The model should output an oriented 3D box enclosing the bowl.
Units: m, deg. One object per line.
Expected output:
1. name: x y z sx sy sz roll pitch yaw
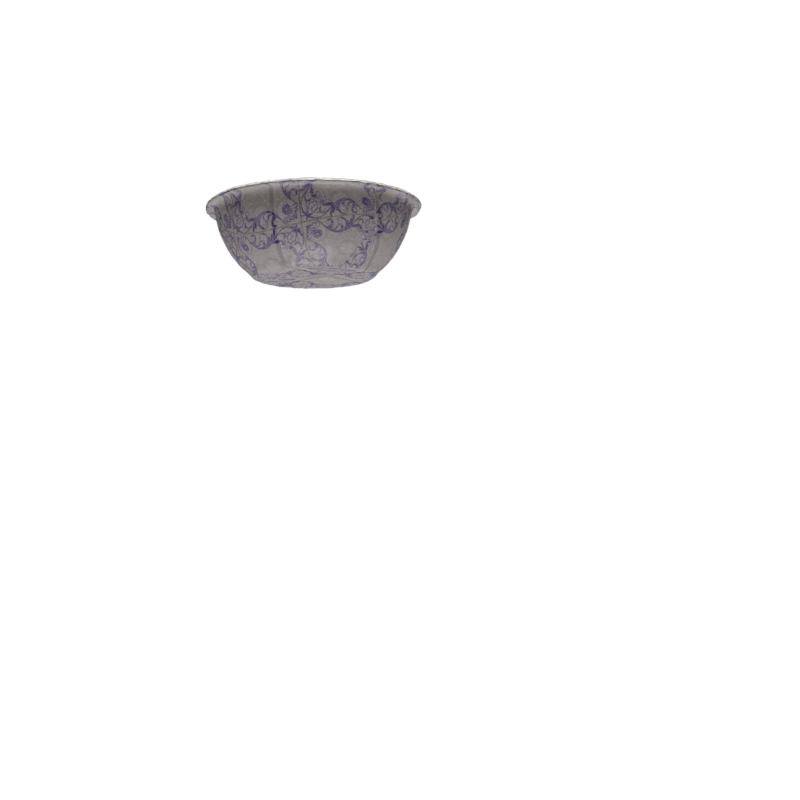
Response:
1. bowl: -0.065 -0.118 0.825 0.162 0.056 0.159 0 -6 -2
